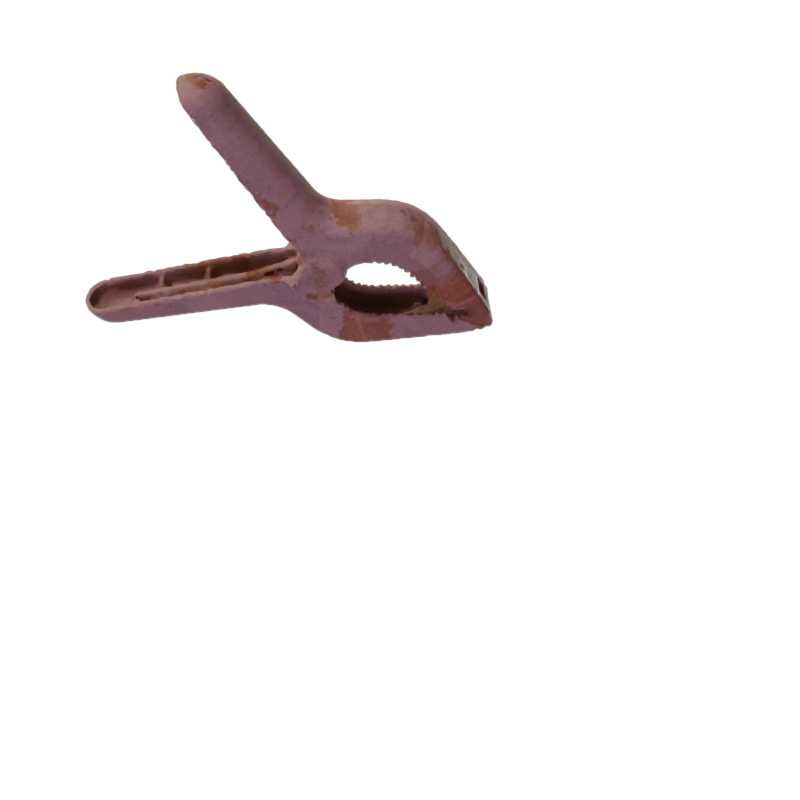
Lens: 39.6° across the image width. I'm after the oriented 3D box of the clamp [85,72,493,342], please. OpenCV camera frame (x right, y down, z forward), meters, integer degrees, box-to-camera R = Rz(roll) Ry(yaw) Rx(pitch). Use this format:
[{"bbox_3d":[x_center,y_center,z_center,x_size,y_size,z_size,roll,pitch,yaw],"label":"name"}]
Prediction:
[{"bbox_3d":[-0.044,-0.081,0.565,0.205,0.039,0.157,12,-42,-13],"label":"clamp"}]
